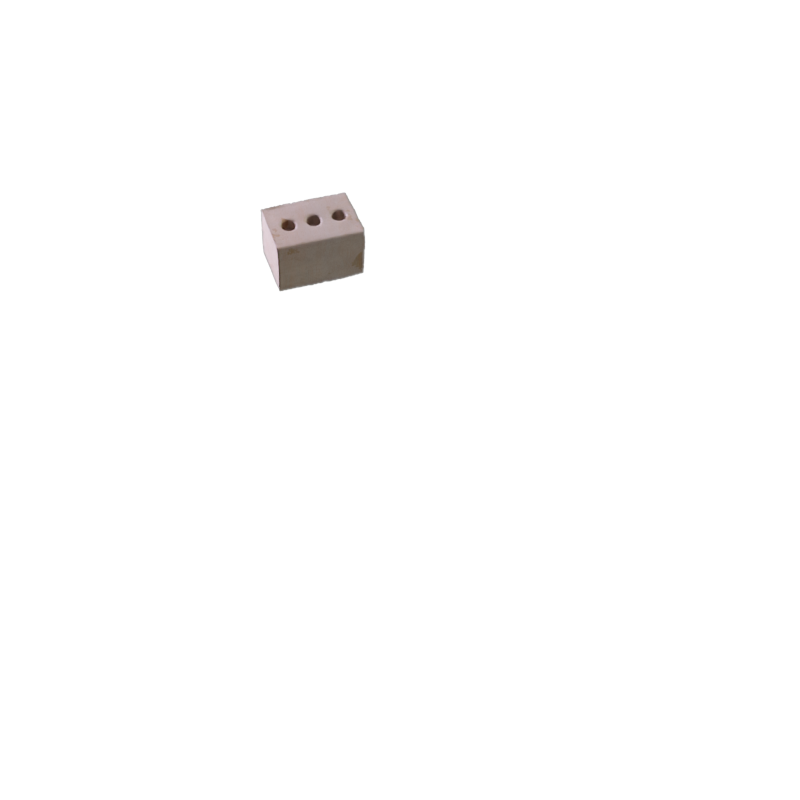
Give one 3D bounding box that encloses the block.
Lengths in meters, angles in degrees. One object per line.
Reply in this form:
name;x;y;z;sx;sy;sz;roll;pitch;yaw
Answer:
block;-0.073;-0.134;0.936;0.077;0.057;0.048;-14;-41;-14
